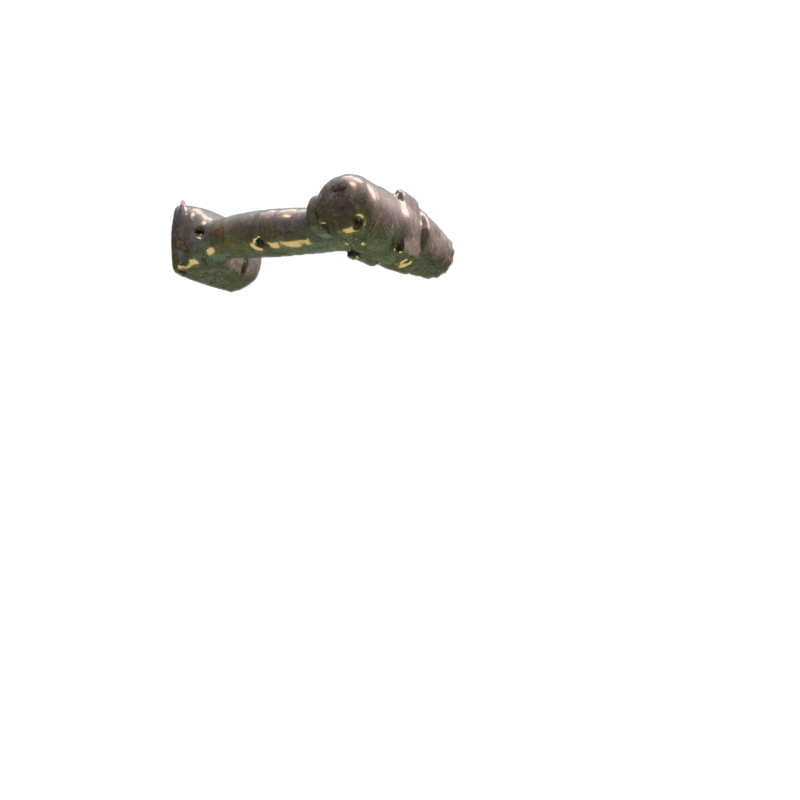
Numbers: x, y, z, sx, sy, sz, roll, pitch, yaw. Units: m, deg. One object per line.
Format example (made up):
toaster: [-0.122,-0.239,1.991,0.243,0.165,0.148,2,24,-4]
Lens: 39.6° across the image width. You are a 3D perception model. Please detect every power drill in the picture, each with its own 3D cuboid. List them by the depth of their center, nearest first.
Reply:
power drill: [-0.067,-0.122,0.857,0.192,0.059,0.174,-5,-11,25]
